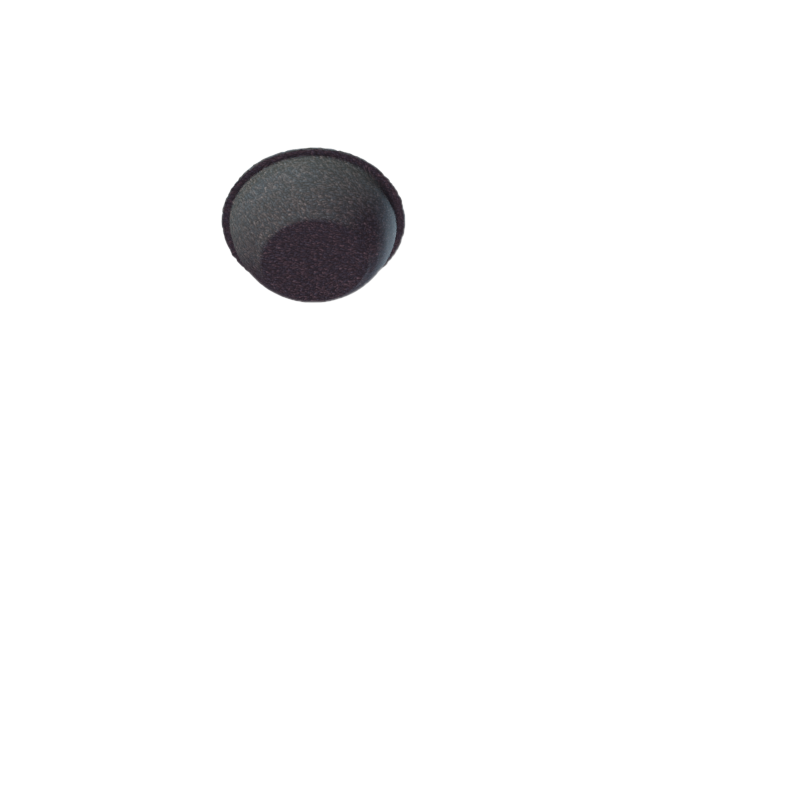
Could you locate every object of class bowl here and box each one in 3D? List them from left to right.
[{"bbox_3d":[-0.075,-0.137,0.958,0.162,0.151,0.059,1,42,-1],"label":"bowl"}]
